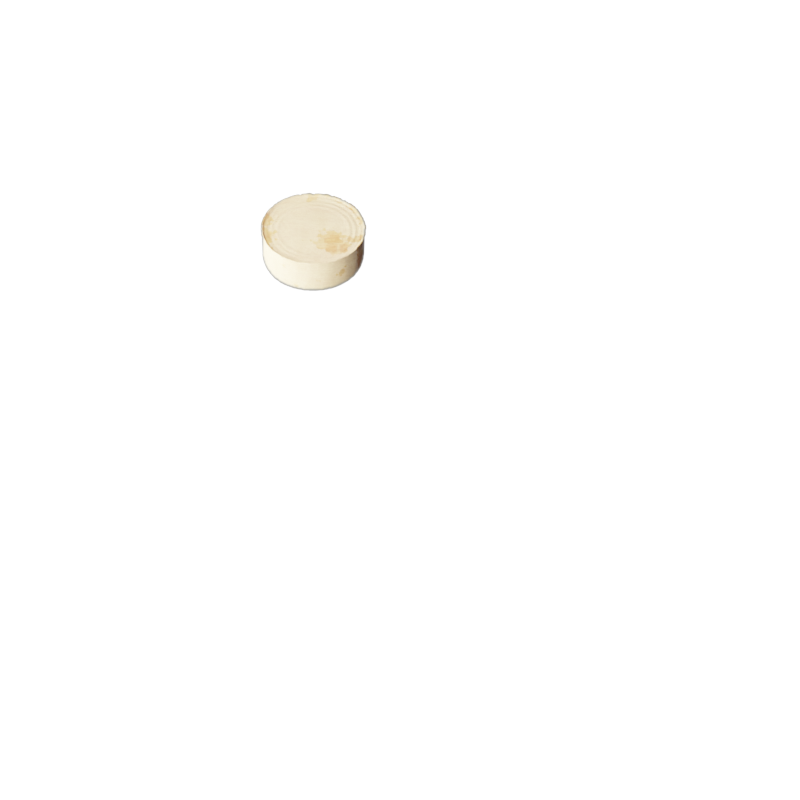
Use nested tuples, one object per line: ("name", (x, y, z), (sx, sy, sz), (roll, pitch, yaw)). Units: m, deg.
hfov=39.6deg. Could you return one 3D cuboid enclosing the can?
("can", (-0.071, -0.130, 0.913), (0.086, 0.092, 0.031), (-1, -43, -1))
